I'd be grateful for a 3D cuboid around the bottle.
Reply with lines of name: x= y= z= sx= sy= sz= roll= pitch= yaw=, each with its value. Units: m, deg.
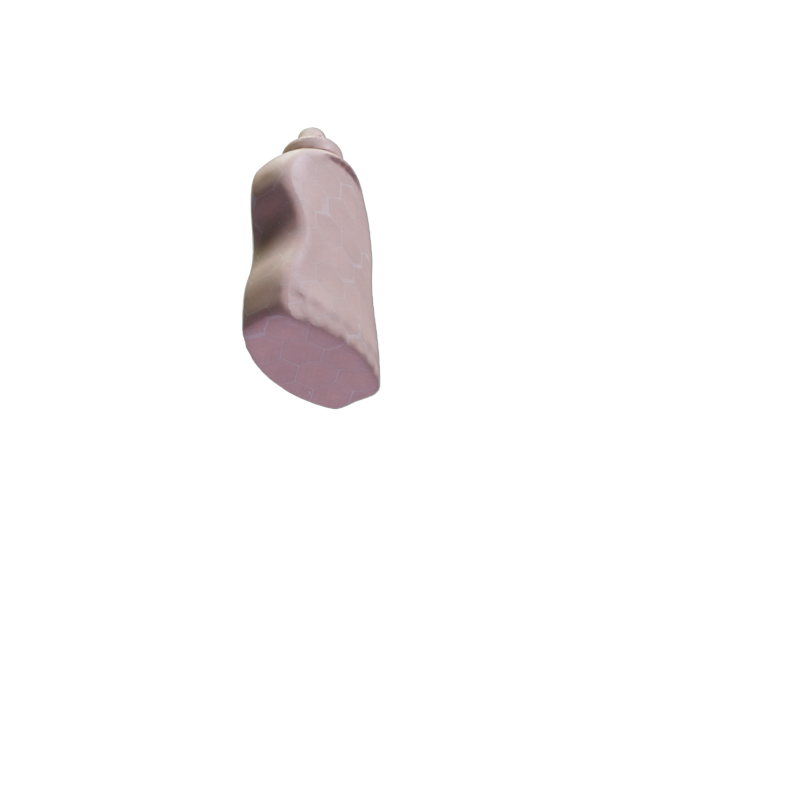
bottle: x=-0.054 y=-0.097 z=0.681 sx=0.058 sy=0.206 sz=0.089 roll=-26 pitch=-44 yaw=27
